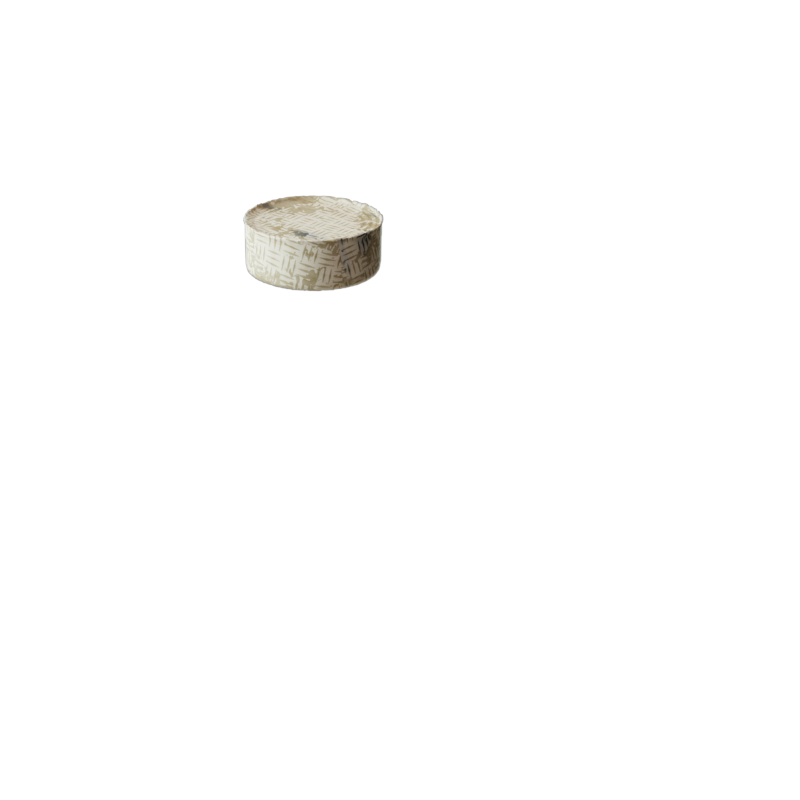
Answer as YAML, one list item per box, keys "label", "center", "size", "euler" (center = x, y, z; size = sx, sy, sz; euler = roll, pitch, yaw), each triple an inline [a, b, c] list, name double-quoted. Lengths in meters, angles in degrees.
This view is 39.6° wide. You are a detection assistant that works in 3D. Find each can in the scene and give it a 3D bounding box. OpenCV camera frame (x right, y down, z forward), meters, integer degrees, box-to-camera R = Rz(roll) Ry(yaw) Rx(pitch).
- label: "can"
  center: [-0.054, -0.098, 0.684]
  size: [0.086, 0.032, 0.090]
  euler: [-1, 26, -2]
